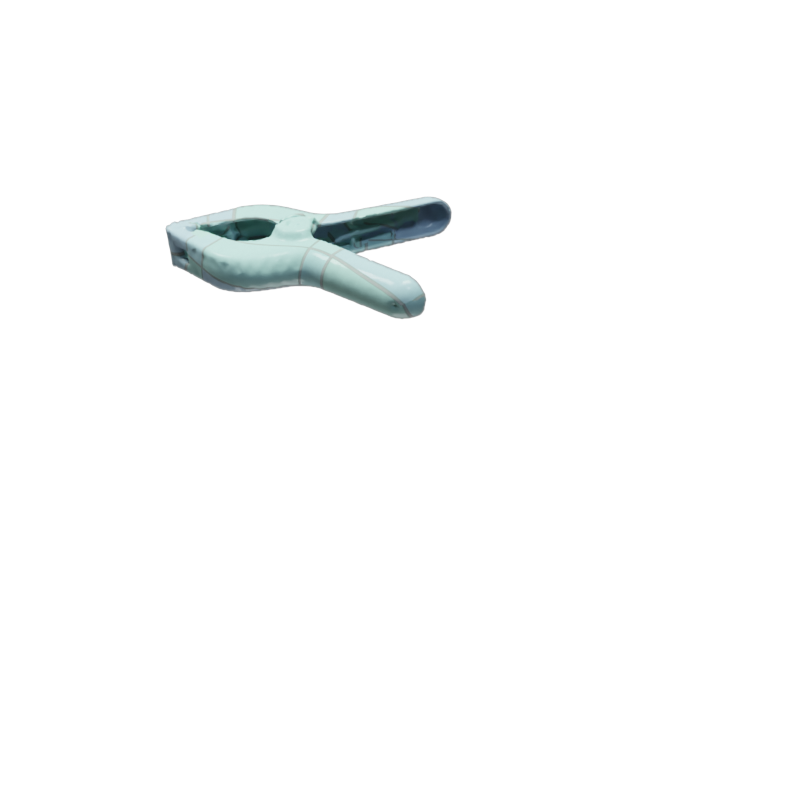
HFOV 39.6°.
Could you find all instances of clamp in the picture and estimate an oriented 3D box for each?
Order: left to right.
[{"bbox_3d":[-0.052,-0.095,0.664,0.177,0.037,0.123,11,30,19],"label":"clamp"}]
